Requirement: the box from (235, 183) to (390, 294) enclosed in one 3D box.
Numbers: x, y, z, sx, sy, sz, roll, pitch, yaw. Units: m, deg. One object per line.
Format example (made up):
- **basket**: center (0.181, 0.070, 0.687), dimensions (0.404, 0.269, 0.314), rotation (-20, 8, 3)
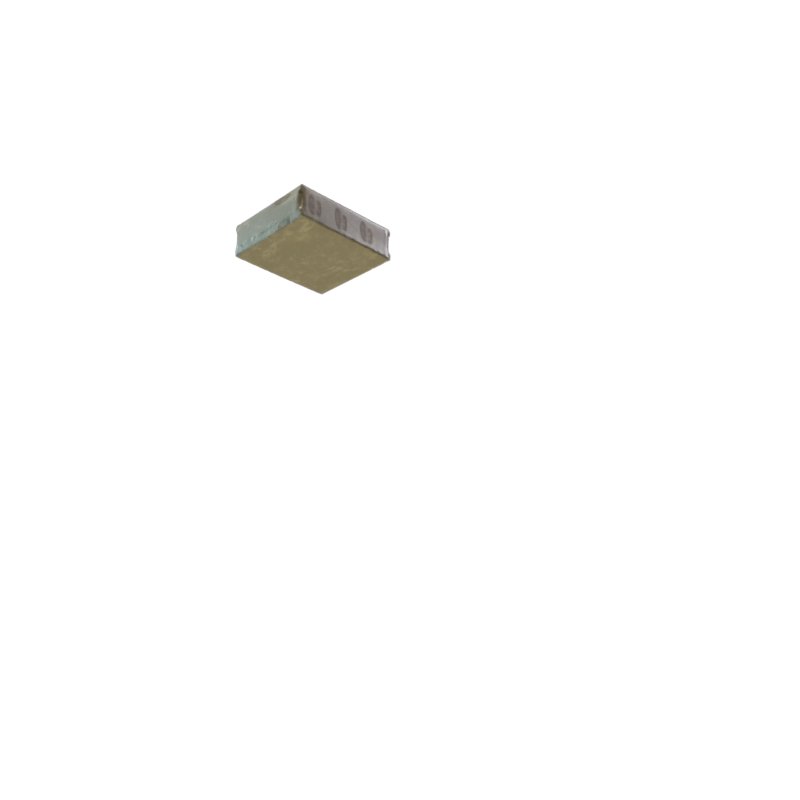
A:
- **box**: center (-0.063, -0.114, 0.801), dimensions (0.084, 0.032, 0.073), rotation (22, -34, -38)
